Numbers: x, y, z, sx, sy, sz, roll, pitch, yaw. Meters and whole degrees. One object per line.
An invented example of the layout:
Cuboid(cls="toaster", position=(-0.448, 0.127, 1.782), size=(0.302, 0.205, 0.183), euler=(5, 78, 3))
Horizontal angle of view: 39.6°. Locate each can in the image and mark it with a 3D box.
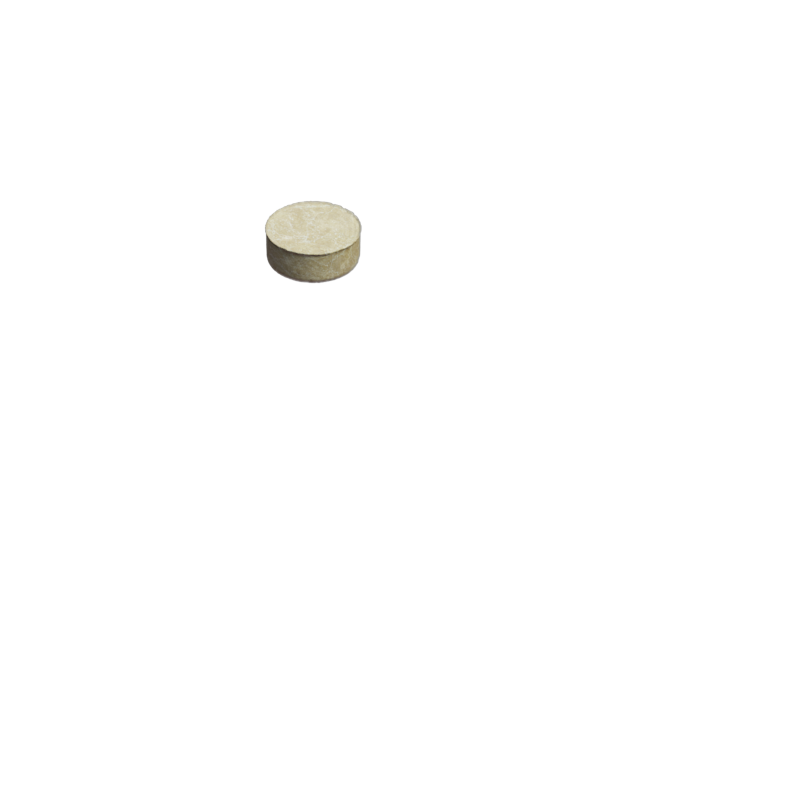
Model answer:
Cuboid(cls="can", position=(-0.078, -0.141, 0.990), size=(0.086, 0.031, 0.092), euler=(-1, 39, -2))
